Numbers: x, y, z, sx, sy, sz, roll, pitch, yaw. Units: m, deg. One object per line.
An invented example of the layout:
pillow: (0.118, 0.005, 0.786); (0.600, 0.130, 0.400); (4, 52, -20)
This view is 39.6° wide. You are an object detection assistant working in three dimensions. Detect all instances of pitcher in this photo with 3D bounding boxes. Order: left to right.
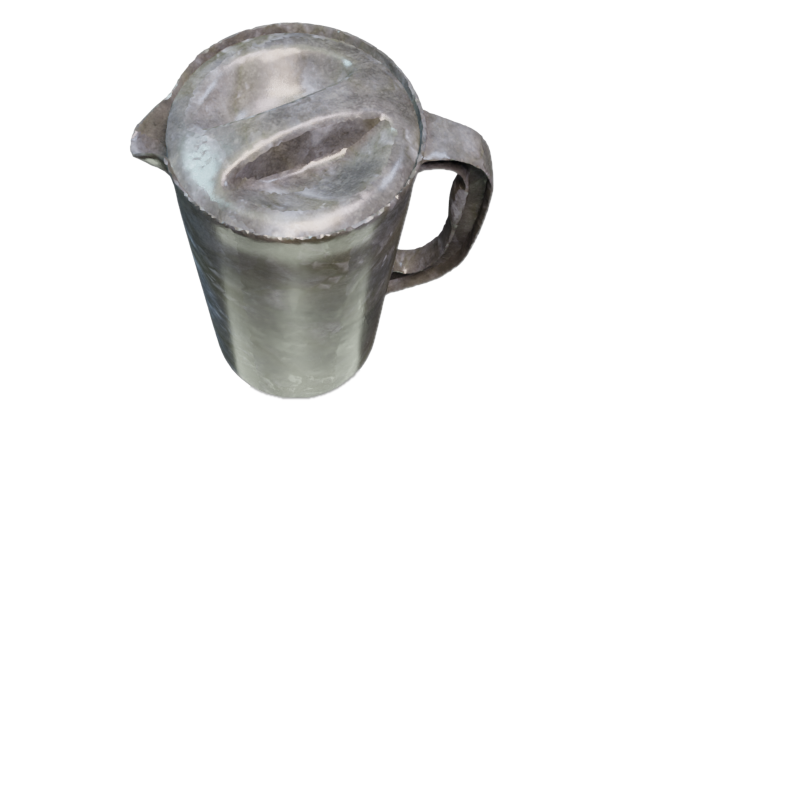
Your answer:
pitcher: (-0.051, -0.093, 0.649); (0.147, 0.156, 0.230); (-42, -16, -20)
